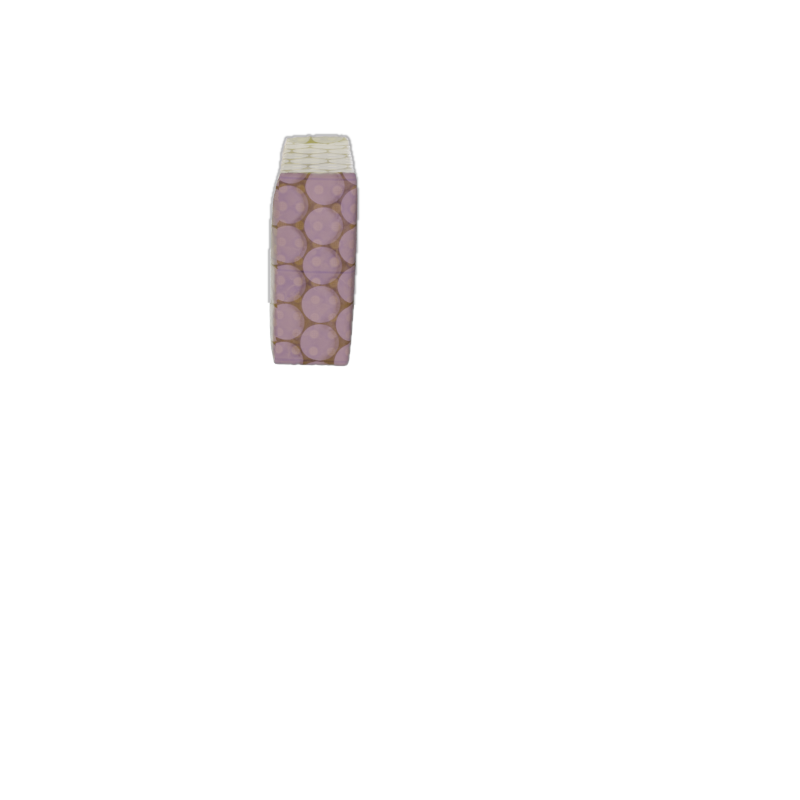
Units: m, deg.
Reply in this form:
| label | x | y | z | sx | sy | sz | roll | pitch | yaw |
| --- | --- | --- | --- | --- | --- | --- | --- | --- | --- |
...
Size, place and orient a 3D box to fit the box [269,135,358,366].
| label | x | y | z | sx | sy | sz | roll | pitch | yaw |
| --- | --- | --- | --- | --- | --- | --- | --- | --- | --- |
| box | -0.078 | -0.142 | 0.996 | 0.071 | 0.158 | 0.223 | 1 | 18 | -5 |
